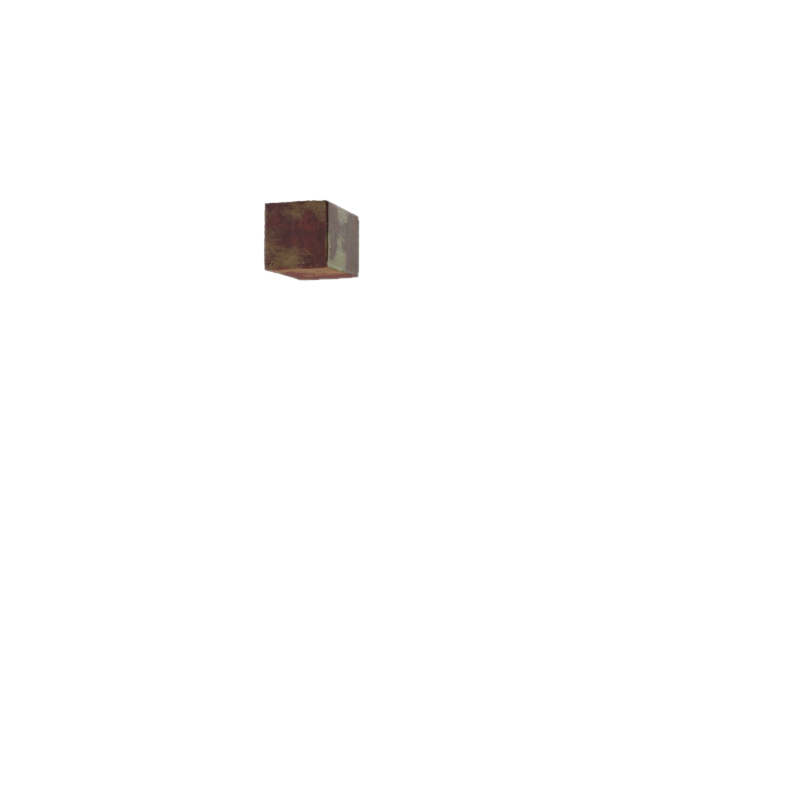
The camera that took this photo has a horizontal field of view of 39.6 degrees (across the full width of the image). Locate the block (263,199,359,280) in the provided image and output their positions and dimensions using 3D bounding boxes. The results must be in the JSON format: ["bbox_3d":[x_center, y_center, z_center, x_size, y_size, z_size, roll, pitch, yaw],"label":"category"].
[{"bbox_3d":[-0.067,-0.122,0.855,0.054,0.052,0.075,-1,-3,16],"label":"block"}]
